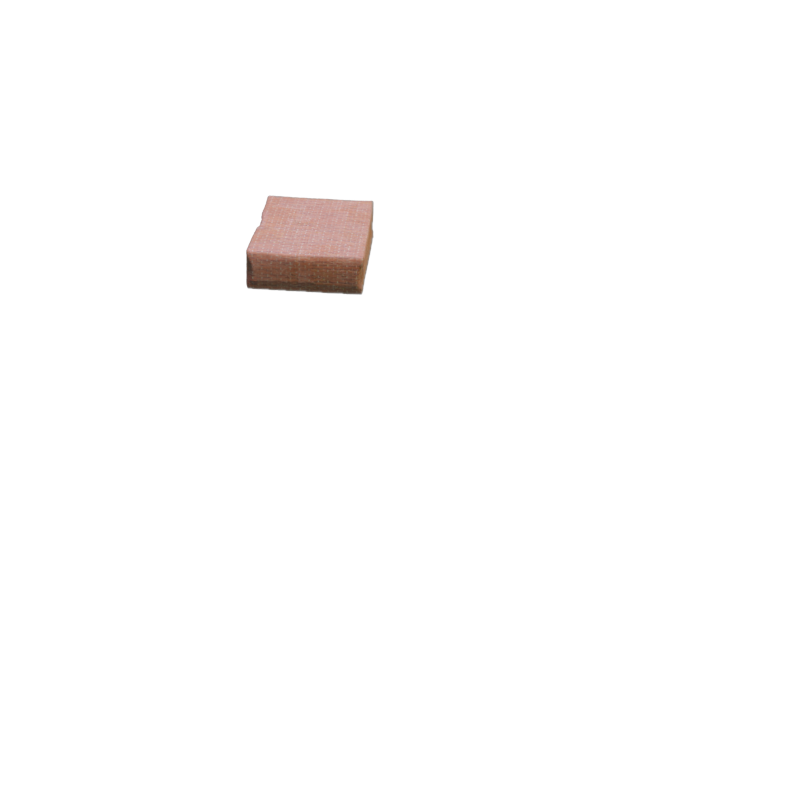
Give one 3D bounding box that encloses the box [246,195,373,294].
[{"bbox_3d":[-0.056,-0.102,0.717,0.074,0.028,0.094,3,32,4],"label":"box"}]
